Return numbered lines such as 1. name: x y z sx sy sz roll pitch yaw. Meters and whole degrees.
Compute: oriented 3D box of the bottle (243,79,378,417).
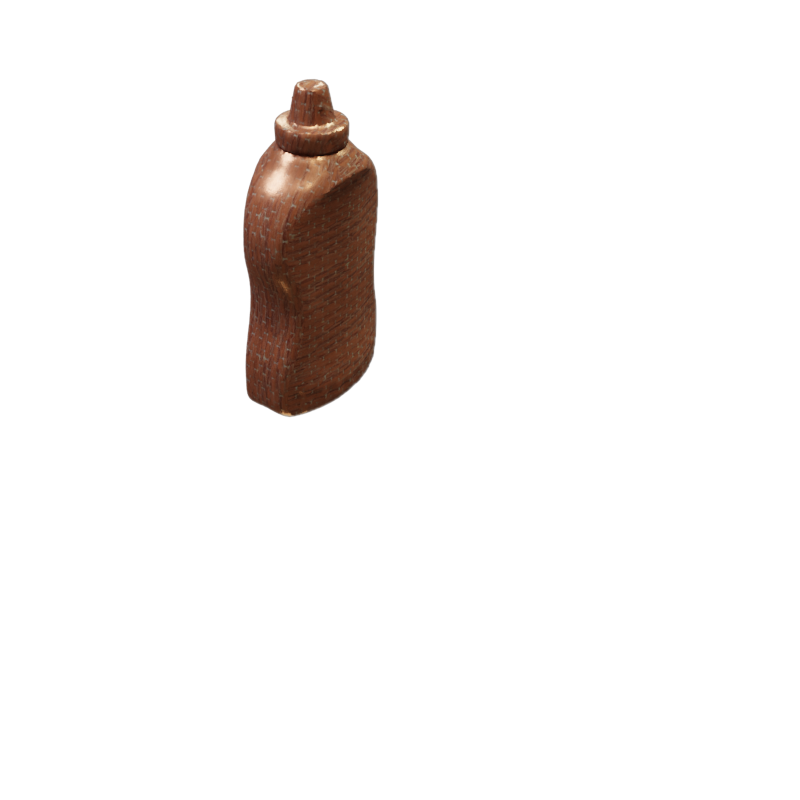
1. bottle: -0.050 -0.091 0.637 0.062 0.180 0.097 22 38 29
